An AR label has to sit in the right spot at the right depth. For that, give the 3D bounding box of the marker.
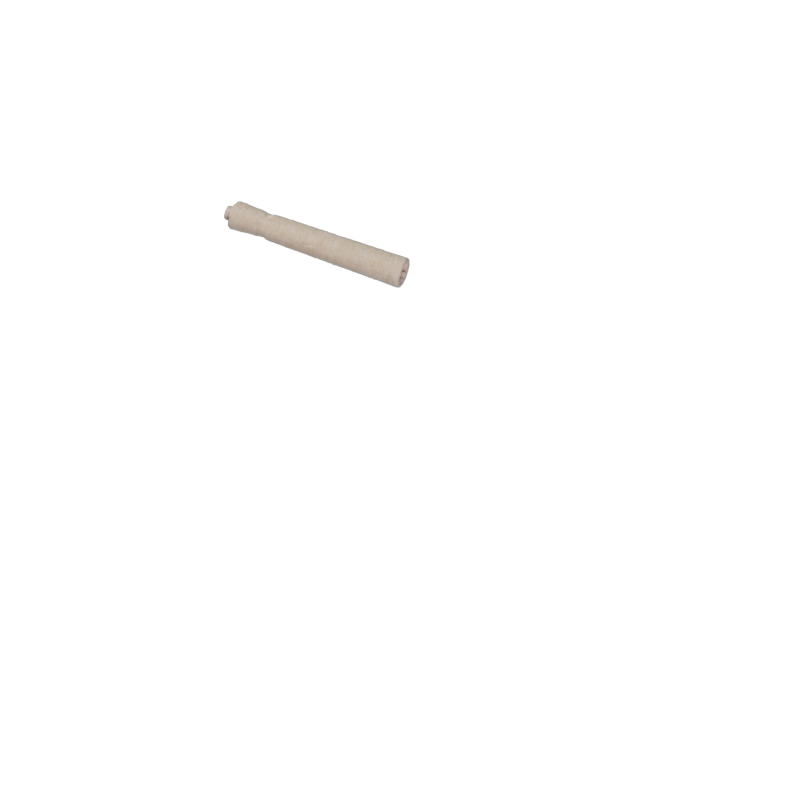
[{"bbox_3d":[-0.053,-0.097,0.679,0.125,0.019,0.019,21,10,18],"label":"marker"}]
